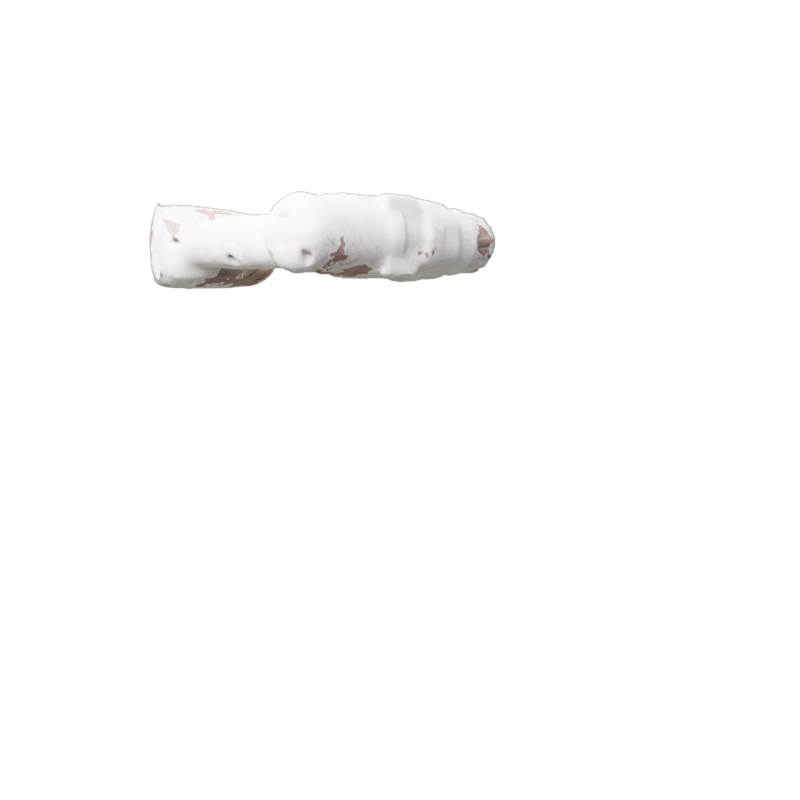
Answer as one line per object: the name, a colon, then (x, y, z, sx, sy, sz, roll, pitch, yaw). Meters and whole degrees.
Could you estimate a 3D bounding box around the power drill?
power drill: (-0.056, -0.102, 0.716, 0.194, 0.058, 0.177, 2, 2, 42)
